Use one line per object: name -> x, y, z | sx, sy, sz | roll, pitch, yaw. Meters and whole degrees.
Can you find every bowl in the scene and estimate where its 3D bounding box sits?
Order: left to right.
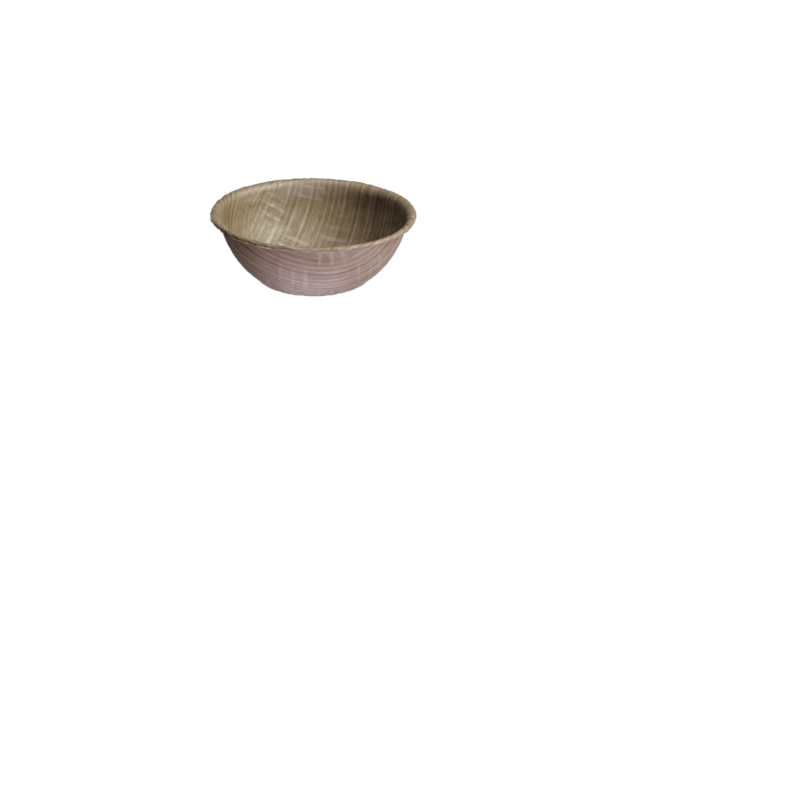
bowl -> -0.069, -0.125, 0.876 | 0.162, 0.052, 0.171 | -1, 28, -2
